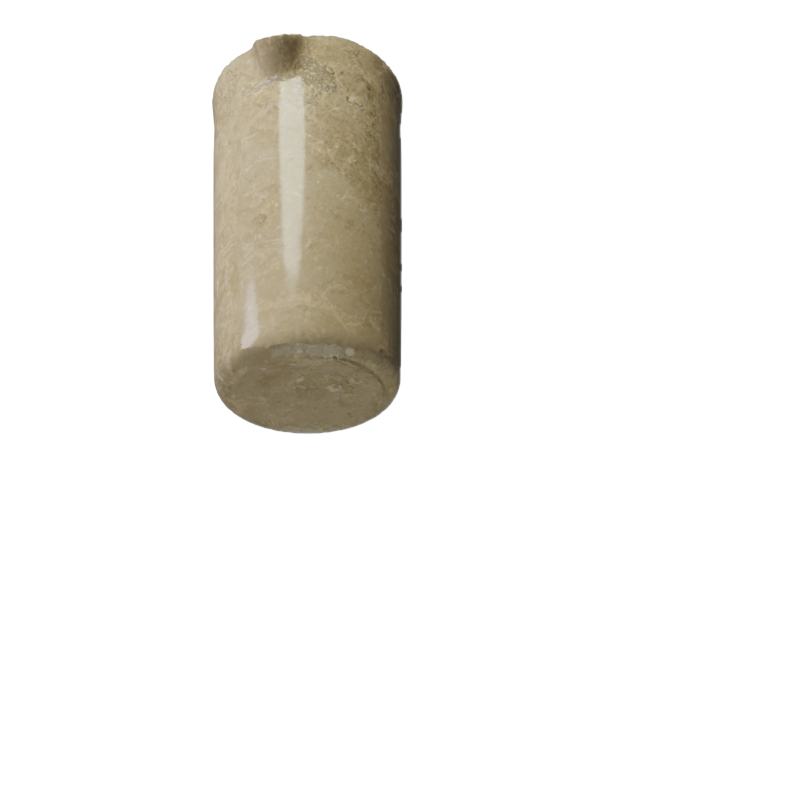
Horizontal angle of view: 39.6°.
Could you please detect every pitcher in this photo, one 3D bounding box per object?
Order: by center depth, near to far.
[{"bbox_3d":[-0.056,-0.102,0.715,0.143,0.260,0.142,18,-39,-26],"label":"pitcher"}]
